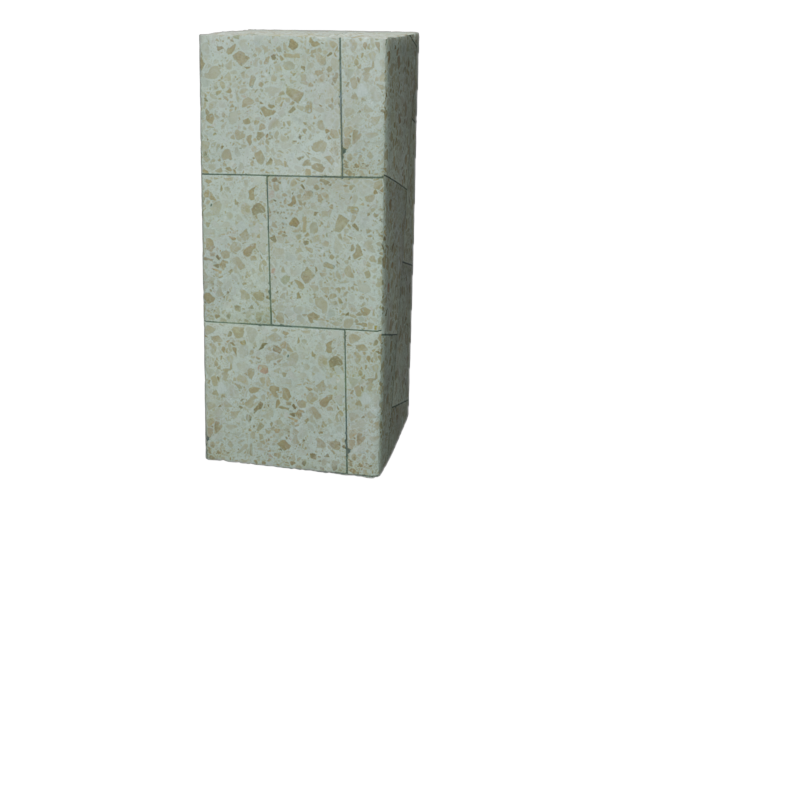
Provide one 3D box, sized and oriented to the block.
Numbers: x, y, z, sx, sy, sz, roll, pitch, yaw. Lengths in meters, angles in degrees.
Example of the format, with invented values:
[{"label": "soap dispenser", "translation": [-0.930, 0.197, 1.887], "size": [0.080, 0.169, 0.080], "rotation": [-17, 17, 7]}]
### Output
[{"label": "block", "translation": [-0.043, -0.079, 0.554], "size": [0.092, 0.200, 0.091], "rotation": [4, 14, 12]}]
